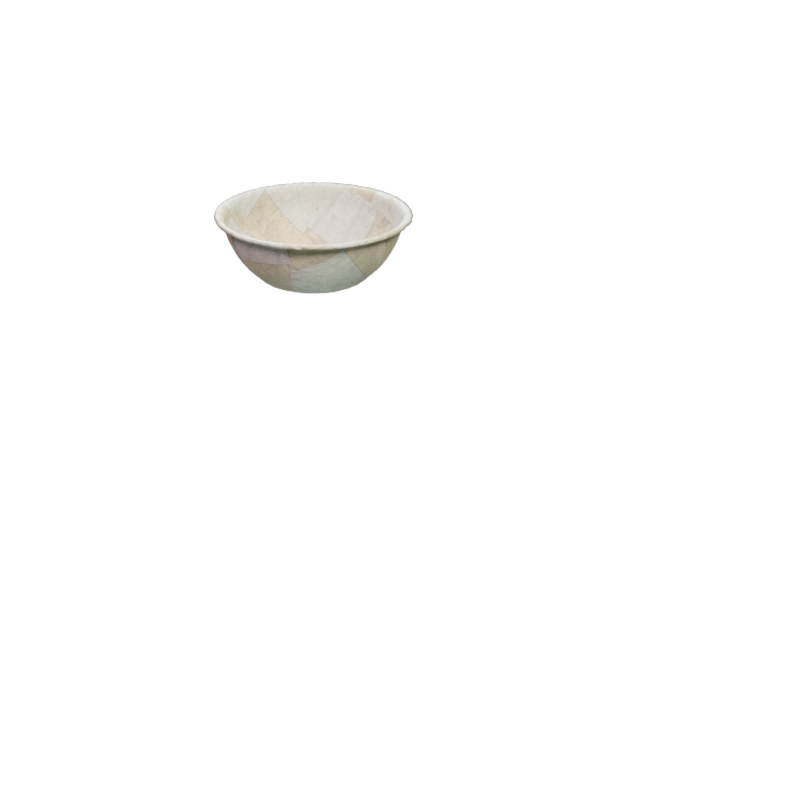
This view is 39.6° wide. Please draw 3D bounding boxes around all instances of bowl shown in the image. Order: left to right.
[{"bbox_3d":[-0.071,-0.130,0.910,0.162,0.052,0.171,-1,27,-2],"label":"bowl"}]
